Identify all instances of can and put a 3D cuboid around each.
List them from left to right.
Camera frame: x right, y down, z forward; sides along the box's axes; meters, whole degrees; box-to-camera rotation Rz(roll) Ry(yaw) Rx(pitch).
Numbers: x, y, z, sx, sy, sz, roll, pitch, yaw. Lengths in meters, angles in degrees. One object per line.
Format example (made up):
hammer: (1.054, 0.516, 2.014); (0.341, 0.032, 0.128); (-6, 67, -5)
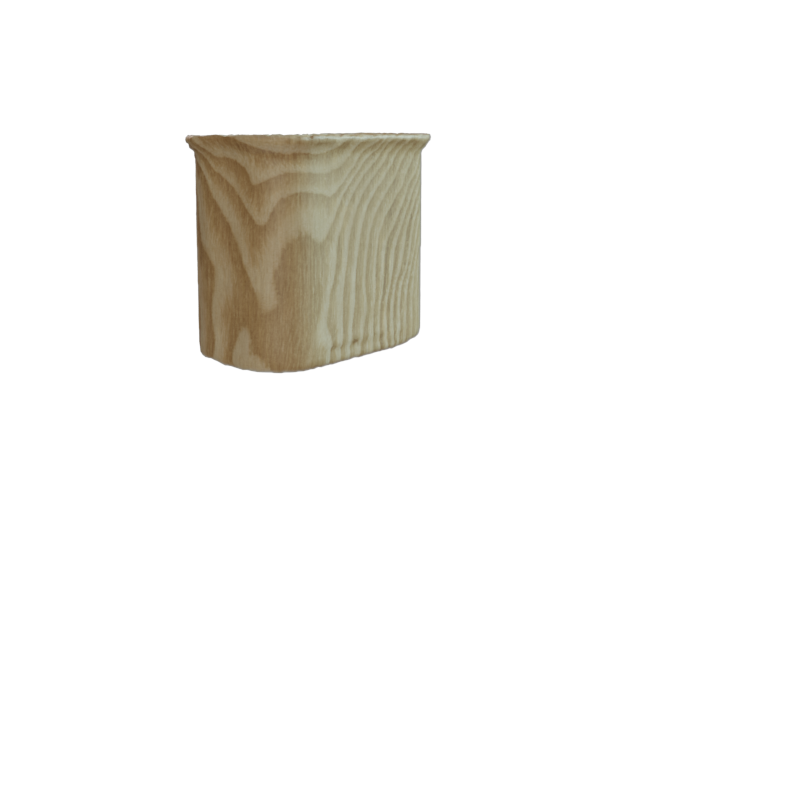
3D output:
can: (-0.034, -0.061, 0.429); (0.060, 0.082, 0.099); (7, 12, 36)
